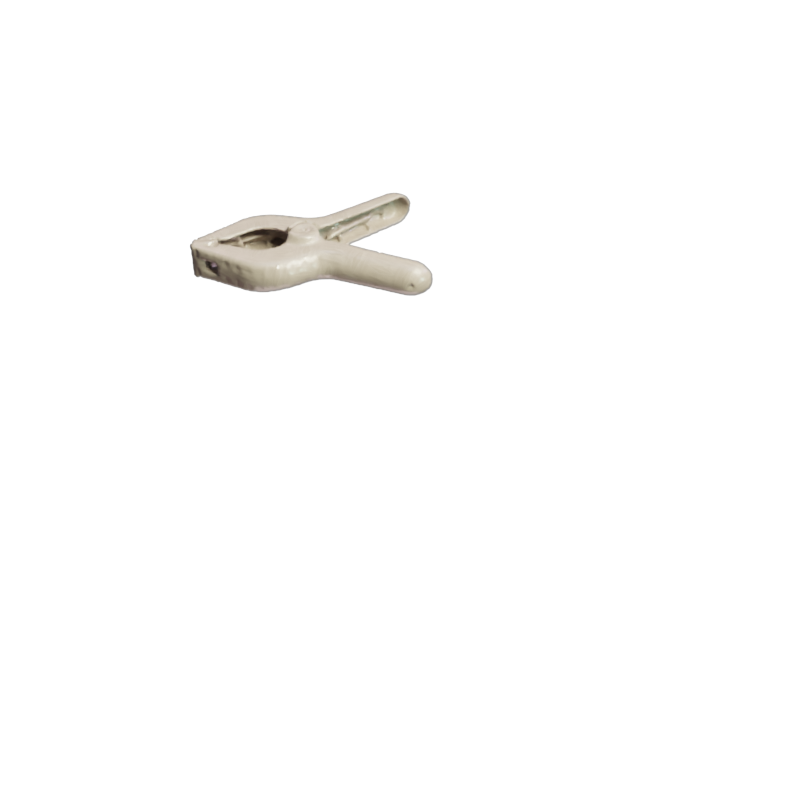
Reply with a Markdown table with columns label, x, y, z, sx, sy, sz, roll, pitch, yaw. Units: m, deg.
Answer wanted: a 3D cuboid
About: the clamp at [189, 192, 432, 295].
| label | x | y | z | sx | sy | sz | roll | pitch | yaw |
| --- | --- | --- | --- | --- | --- | --- | --- | --- | --- |
| clamp | -0.063 | -0.115 | 0.806 | 0.172 | 0.037 | 0.127 | 2 | 31 | 3 |
